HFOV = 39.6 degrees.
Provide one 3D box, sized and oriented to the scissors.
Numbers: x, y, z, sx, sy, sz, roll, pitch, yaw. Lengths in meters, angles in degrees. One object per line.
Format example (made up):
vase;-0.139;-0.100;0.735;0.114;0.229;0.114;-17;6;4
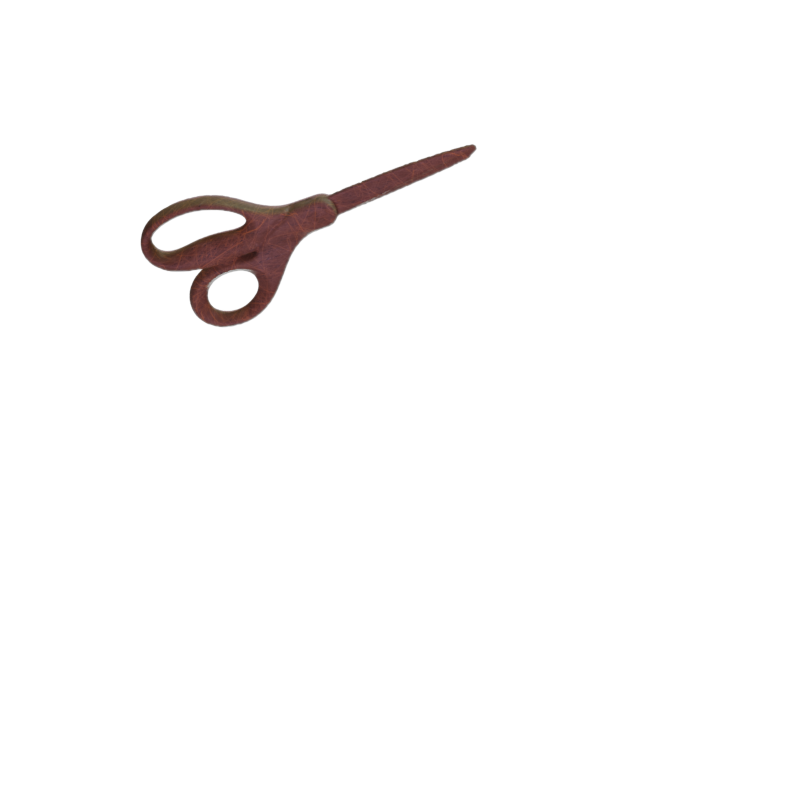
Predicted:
scissors;-0.051;-0.094;0.655;0.202;0.090;0.017;-7;33;5
